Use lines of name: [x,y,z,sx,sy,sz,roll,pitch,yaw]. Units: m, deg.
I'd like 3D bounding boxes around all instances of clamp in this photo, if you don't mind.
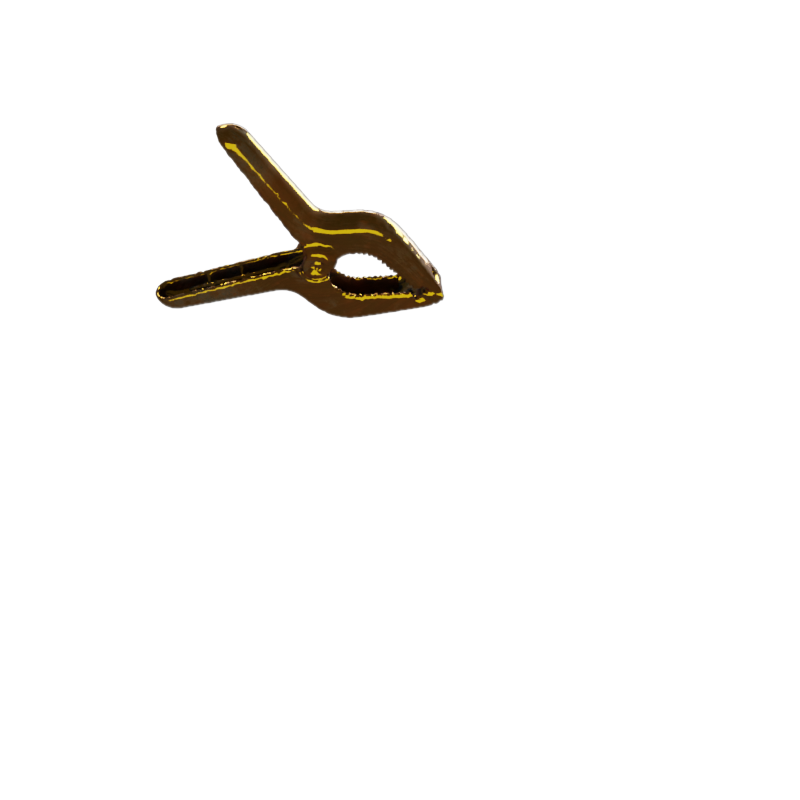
clamp: [-0.064,-0.116,0.812,0.207,0.156,0.039,11,40,-9]
